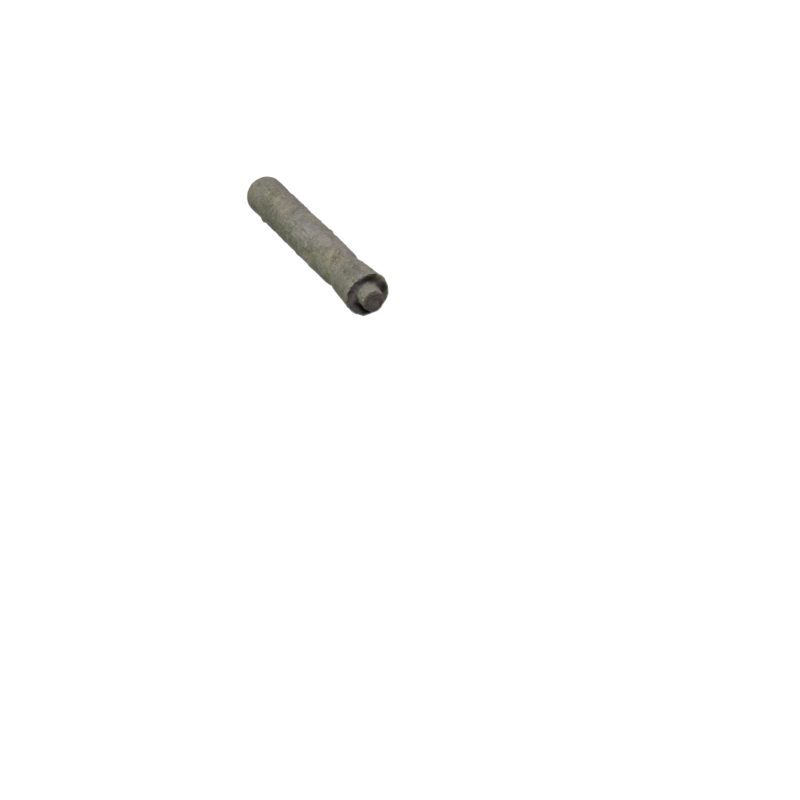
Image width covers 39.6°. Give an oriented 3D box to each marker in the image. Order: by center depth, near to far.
[{"bbox_3d":[-0.038,-0.069,0.485,0.019,0.019,0.130,-2,29,-27],"label":"marker"}]
